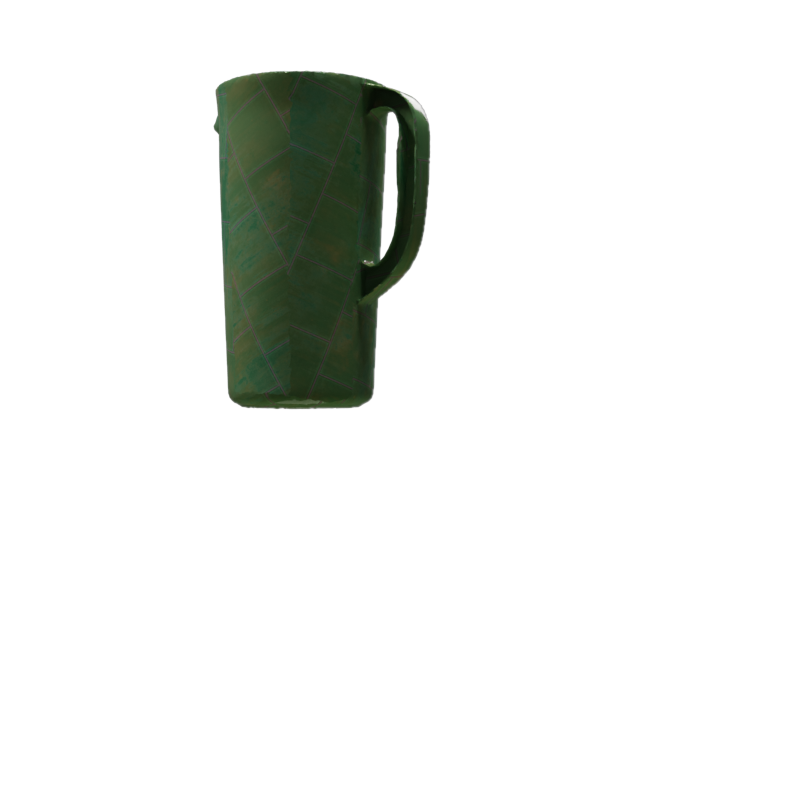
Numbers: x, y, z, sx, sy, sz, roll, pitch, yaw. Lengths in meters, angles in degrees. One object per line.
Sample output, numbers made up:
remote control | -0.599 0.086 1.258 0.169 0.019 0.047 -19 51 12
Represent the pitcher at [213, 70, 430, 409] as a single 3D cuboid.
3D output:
pitcher | -0.064 -0.117 0.822 0.142 0.246 0.150 1 -4 -13
